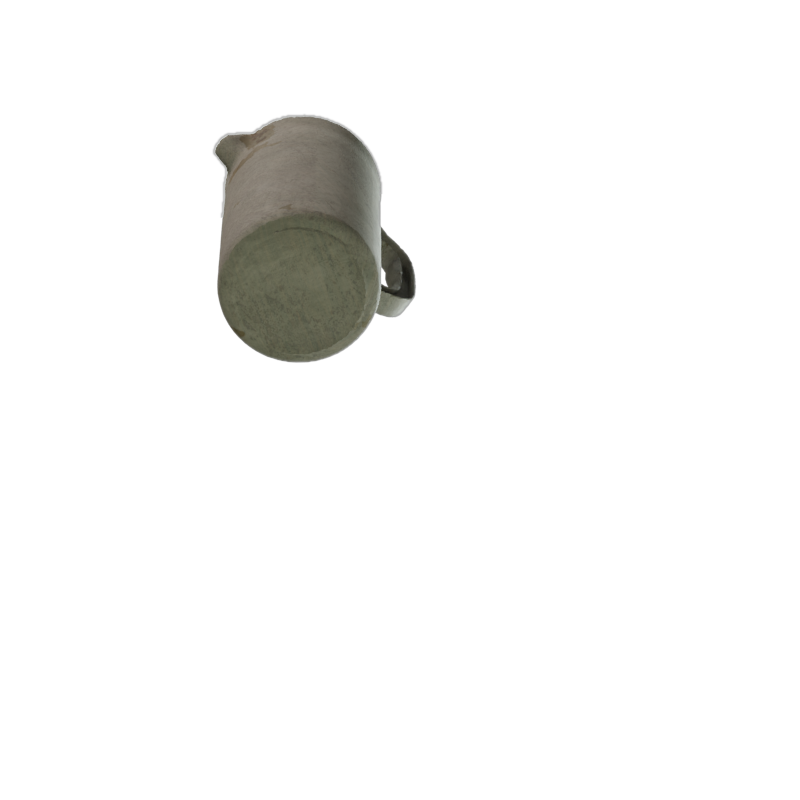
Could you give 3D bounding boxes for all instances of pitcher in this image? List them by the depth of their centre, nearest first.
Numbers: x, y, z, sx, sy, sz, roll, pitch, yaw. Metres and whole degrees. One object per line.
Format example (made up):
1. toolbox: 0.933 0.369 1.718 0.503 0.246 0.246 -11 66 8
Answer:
1. pitcher: -0.065 -0.119 0.833 0.149 0.138 0.256 -8 25 1
